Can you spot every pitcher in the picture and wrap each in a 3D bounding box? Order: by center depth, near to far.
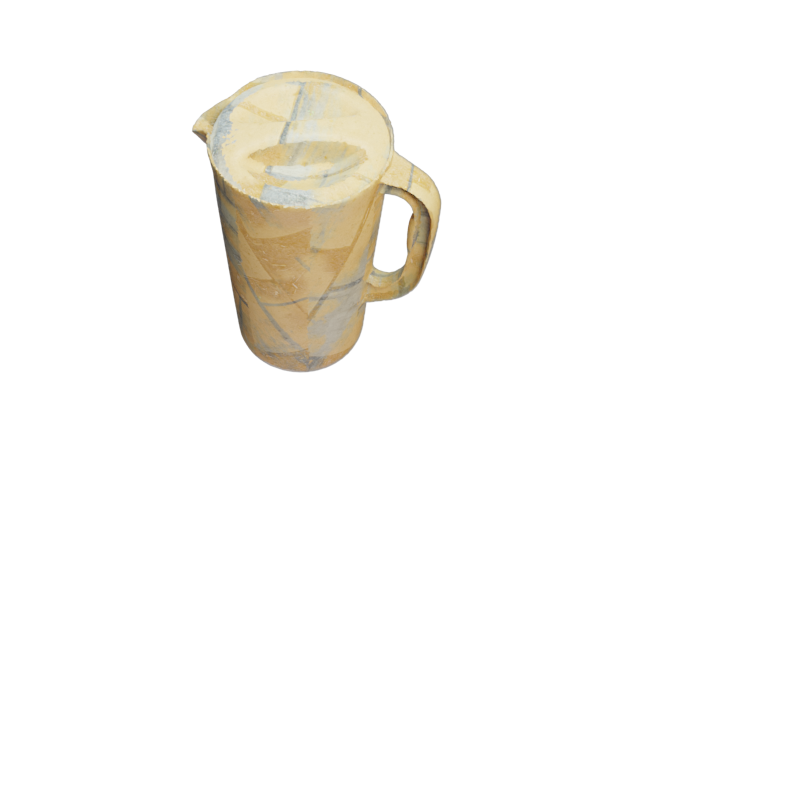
[{"bbox_3d":[-0.068,-0.123,0.864,0.144,0.160,0.227,-21,-30,-16],"label":"pitcher"}]
